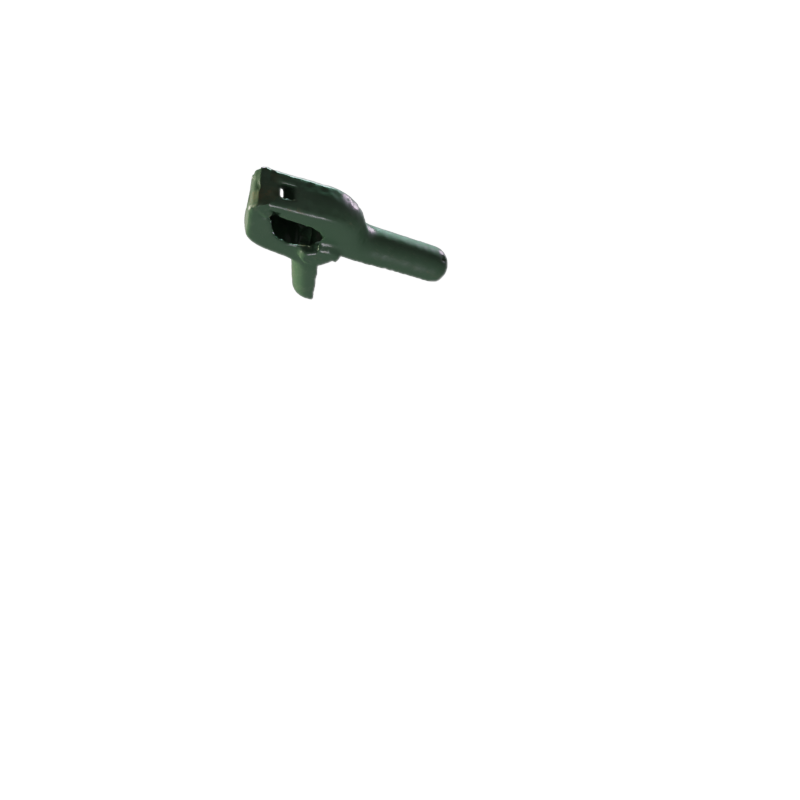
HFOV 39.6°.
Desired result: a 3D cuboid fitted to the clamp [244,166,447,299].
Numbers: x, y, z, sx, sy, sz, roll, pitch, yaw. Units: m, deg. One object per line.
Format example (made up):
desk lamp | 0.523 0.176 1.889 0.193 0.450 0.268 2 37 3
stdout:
clamp | -0.059 -0.108 0.756 0.122 0.041 0.160 -16 -27 33
